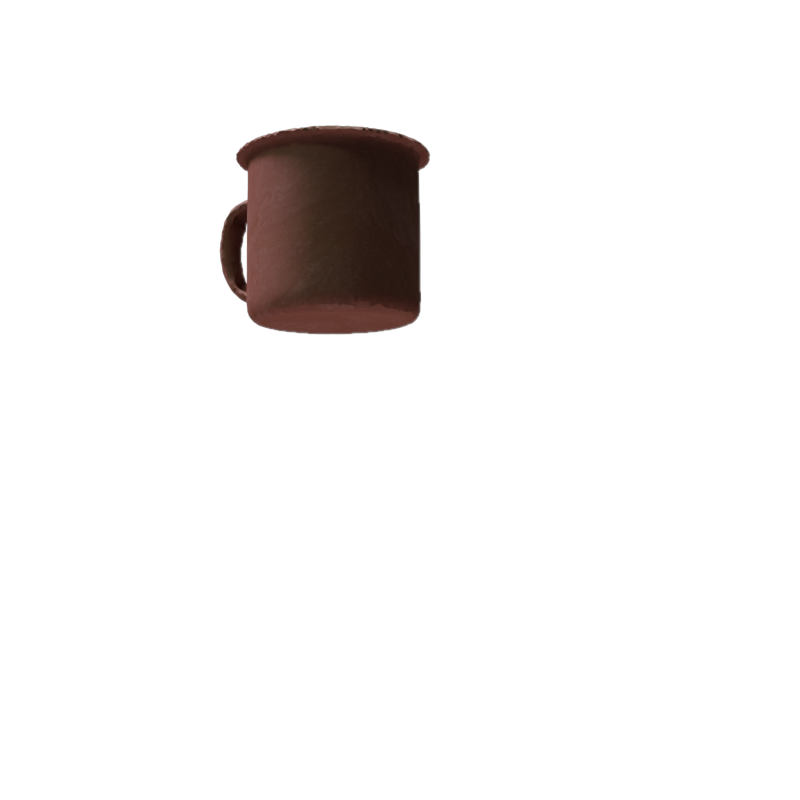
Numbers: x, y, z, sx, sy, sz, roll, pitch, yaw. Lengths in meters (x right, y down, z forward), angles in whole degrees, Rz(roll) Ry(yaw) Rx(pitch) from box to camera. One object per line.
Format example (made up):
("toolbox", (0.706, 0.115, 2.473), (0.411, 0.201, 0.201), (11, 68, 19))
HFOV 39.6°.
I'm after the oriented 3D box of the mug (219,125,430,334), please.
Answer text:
("mug", (-0.042, -0.076, 0.531), (0.120, 0.084, 0.088), (-6, -10, 34))
